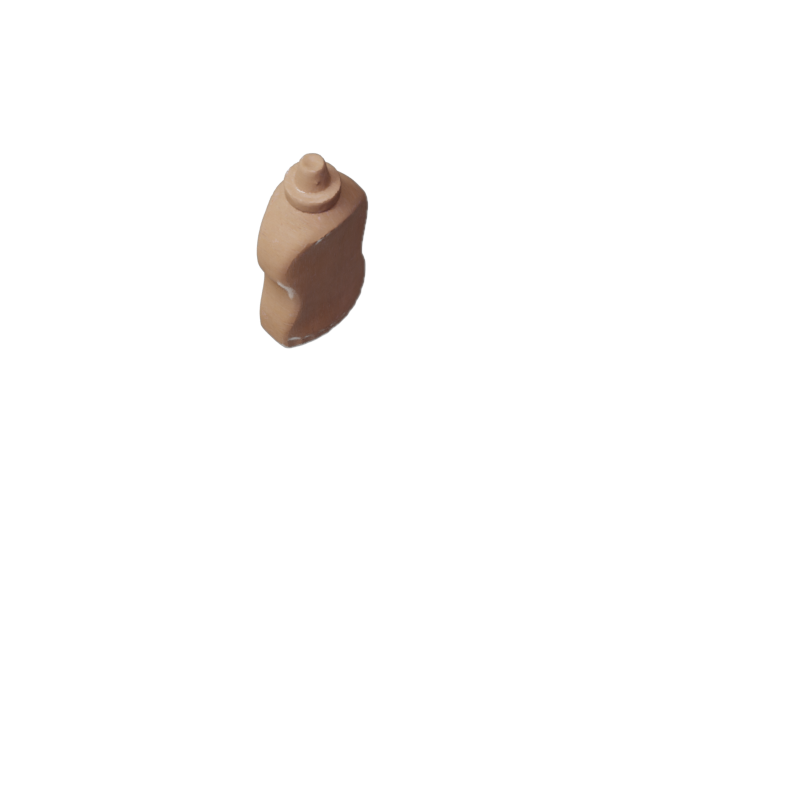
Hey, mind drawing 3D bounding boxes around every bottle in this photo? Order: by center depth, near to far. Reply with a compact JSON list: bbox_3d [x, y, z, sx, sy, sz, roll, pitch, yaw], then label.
[{"bbox_3d":[-0.066,-0.120,0.840,0.097,0.061,0.180,-40,-19,-22],"label":"bottle"}]
